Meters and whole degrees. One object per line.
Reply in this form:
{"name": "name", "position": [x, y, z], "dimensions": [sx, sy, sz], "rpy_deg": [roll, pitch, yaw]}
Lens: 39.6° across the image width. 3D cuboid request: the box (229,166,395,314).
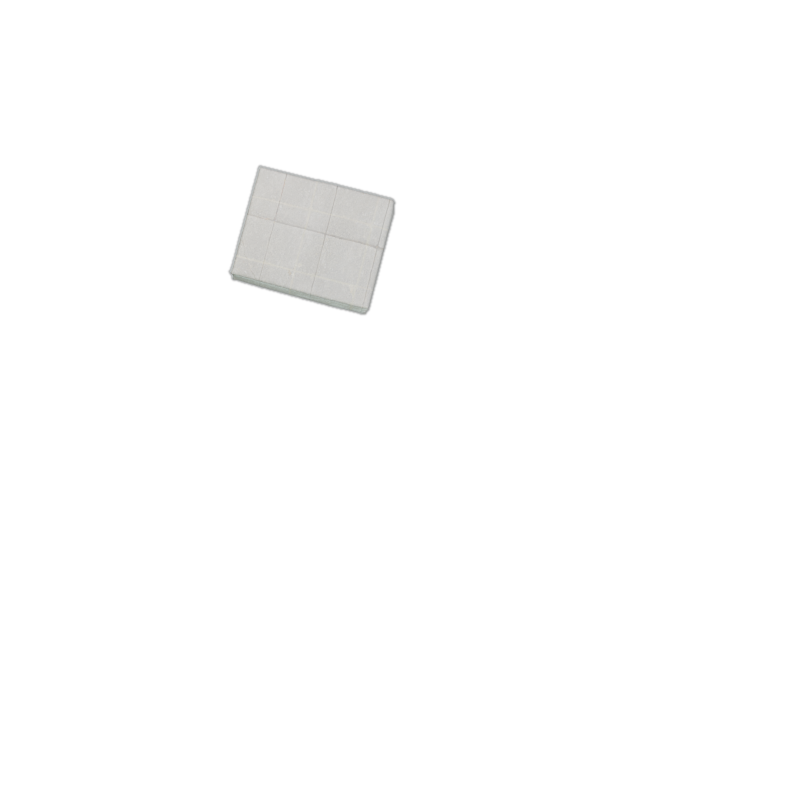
{"name": "box", "position": [-0.068, -0.125, 0.872], "dimensions": [0.114, 0.092, 0.038], "rpy_deg": [13, -13, 3]}
